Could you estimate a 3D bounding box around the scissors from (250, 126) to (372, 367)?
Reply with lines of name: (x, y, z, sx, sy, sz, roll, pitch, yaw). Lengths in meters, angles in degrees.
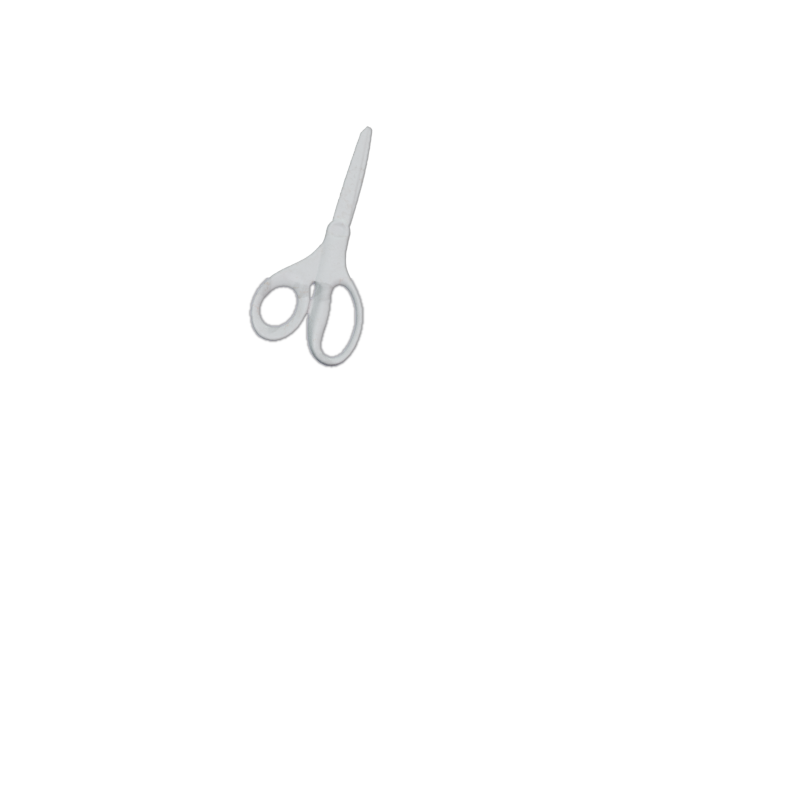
scissors: (-0.069, -0.125, 0.878, 0.096, 0.211, 0.015, -1, -19, 0)
